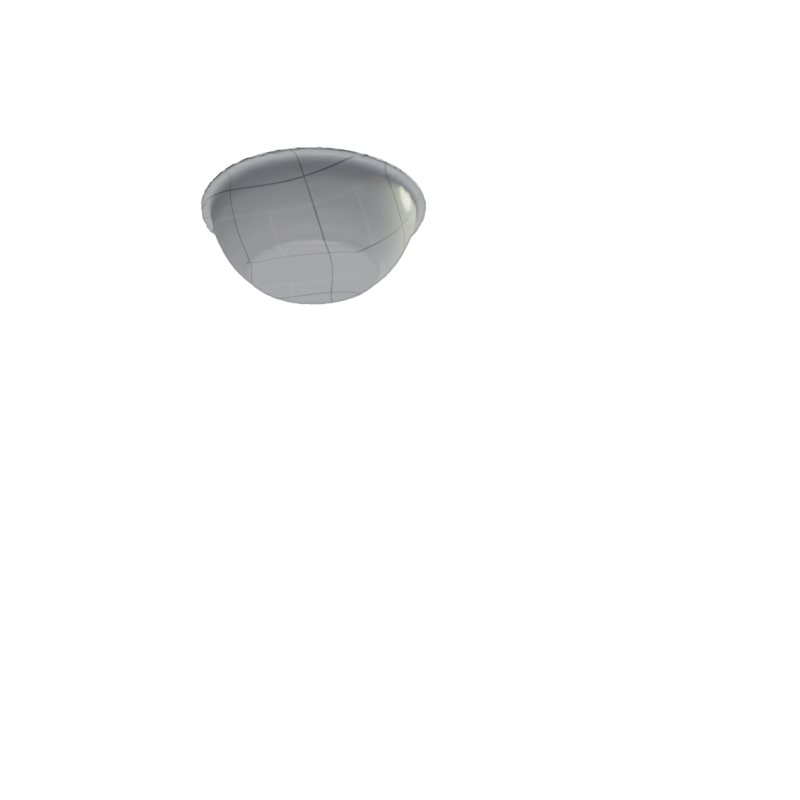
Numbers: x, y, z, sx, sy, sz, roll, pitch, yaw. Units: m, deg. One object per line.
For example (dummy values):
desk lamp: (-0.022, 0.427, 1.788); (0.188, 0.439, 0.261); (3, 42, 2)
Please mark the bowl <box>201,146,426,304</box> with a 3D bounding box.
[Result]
bowl: (-0.061, -0.112, 0.784); (0.162, 0.058, 0.153); (1, -25, -2)
